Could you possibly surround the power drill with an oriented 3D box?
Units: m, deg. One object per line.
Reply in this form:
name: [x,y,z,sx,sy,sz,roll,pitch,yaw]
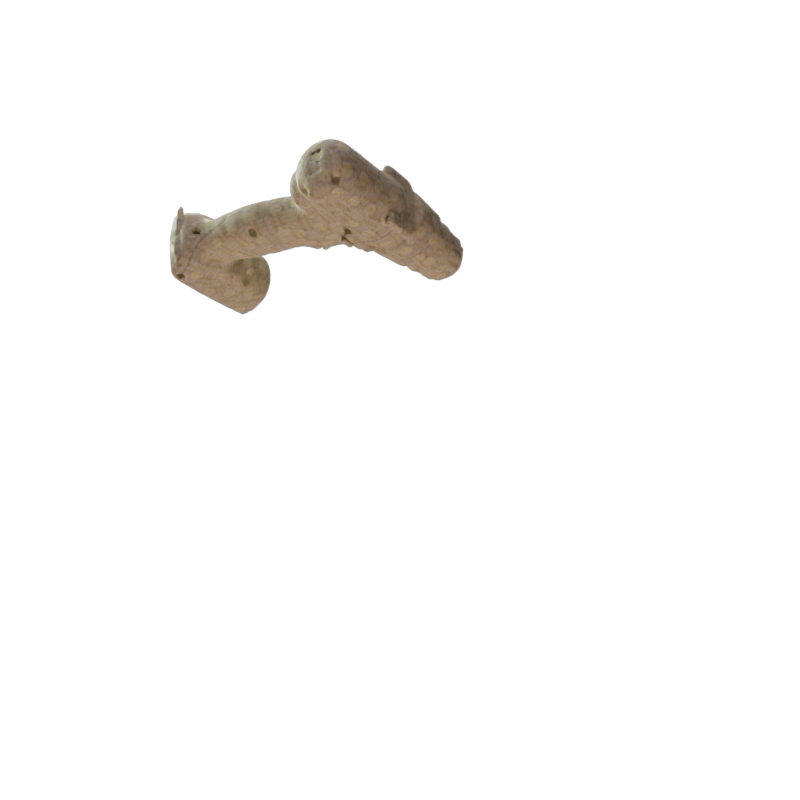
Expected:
power drill: [-0.066,-0.121,0.844,0.190,0.061,0.171,-16,-29,30]
